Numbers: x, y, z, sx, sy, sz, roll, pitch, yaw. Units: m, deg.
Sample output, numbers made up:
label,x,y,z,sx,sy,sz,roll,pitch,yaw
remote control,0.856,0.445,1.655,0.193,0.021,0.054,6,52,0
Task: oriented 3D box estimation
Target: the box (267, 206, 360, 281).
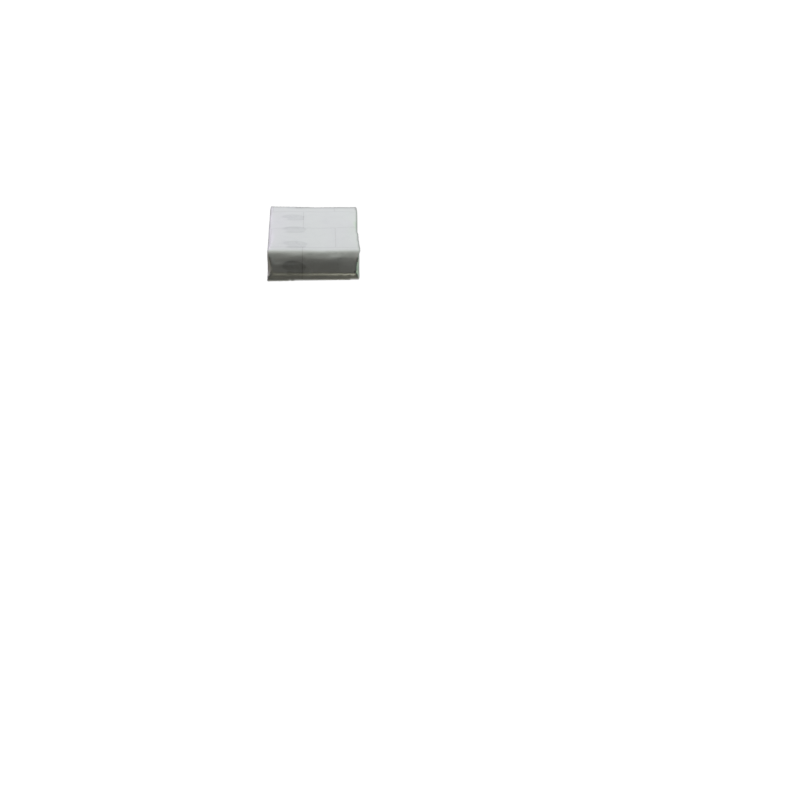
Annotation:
label,x,y,z,sx,sy,sz,roll,pitch,yaw
box,-0.070,-0.128,0.897,0.073,0.028,0.095,-1,31,-2
